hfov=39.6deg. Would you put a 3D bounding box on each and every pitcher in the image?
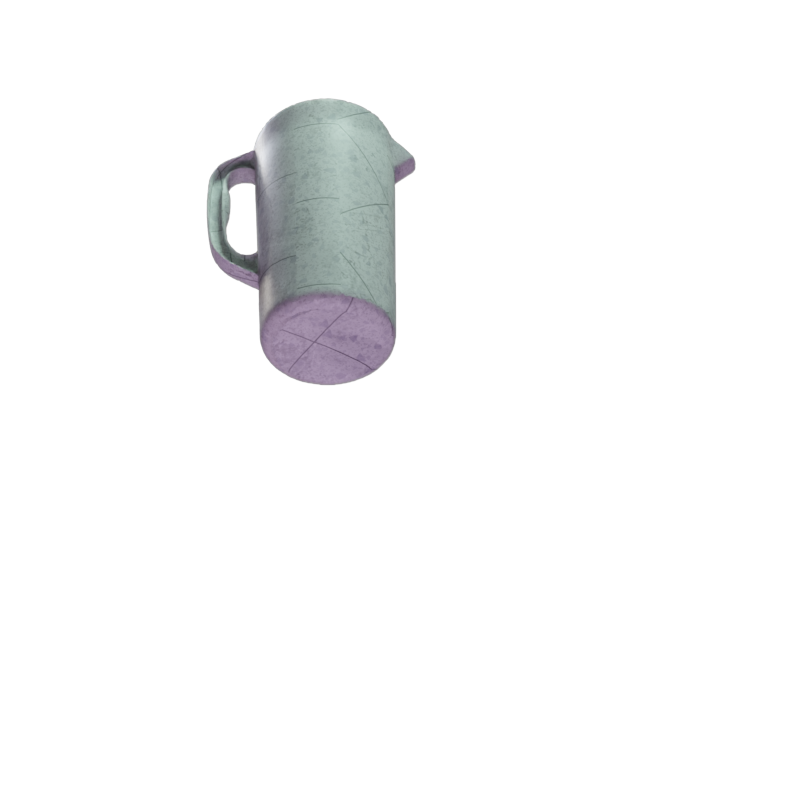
[{"bbox_3d":[-0.075,-0.136,0.952,0.136,0.261,0.148,33,-53,-33],"label":"pitcher"}]
